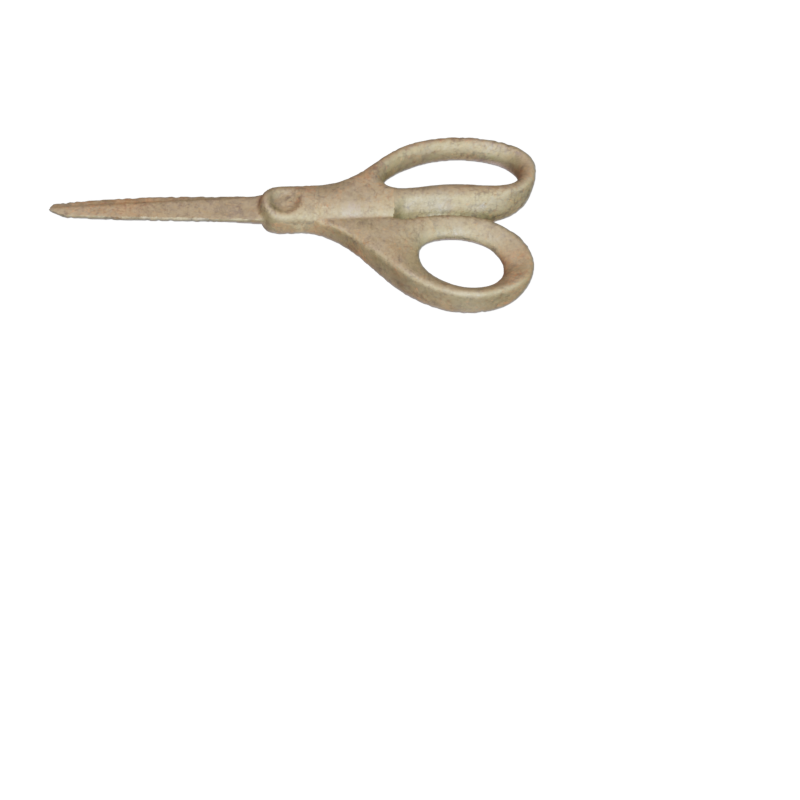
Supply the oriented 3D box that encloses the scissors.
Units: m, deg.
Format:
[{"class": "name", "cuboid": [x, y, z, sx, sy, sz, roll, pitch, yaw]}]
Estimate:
[{"class": "scissors", "cuboid": [-0.035, -0.064, 0.448, 0.200, 0.104, 0.015, -13, -36, -10]}]
